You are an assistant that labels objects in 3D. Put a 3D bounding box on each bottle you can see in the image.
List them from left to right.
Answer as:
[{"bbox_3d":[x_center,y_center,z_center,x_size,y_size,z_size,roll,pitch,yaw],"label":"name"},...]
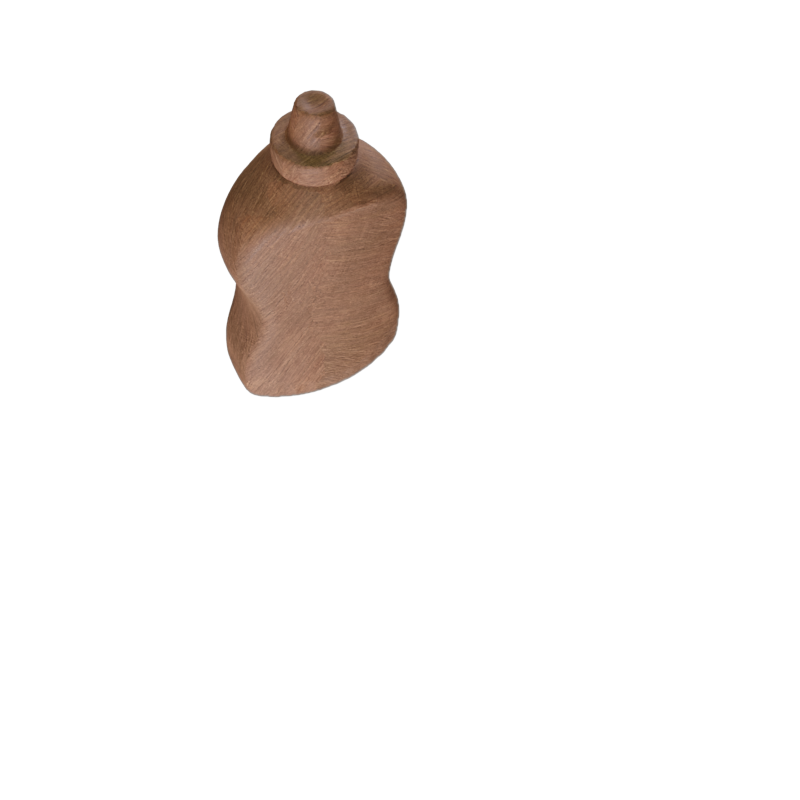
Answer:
[{"bbox_3d":[-0.044,-0.080,0.562,0.095,0.063,0.179,-19,-32,-17],"label":"bottle"}]
